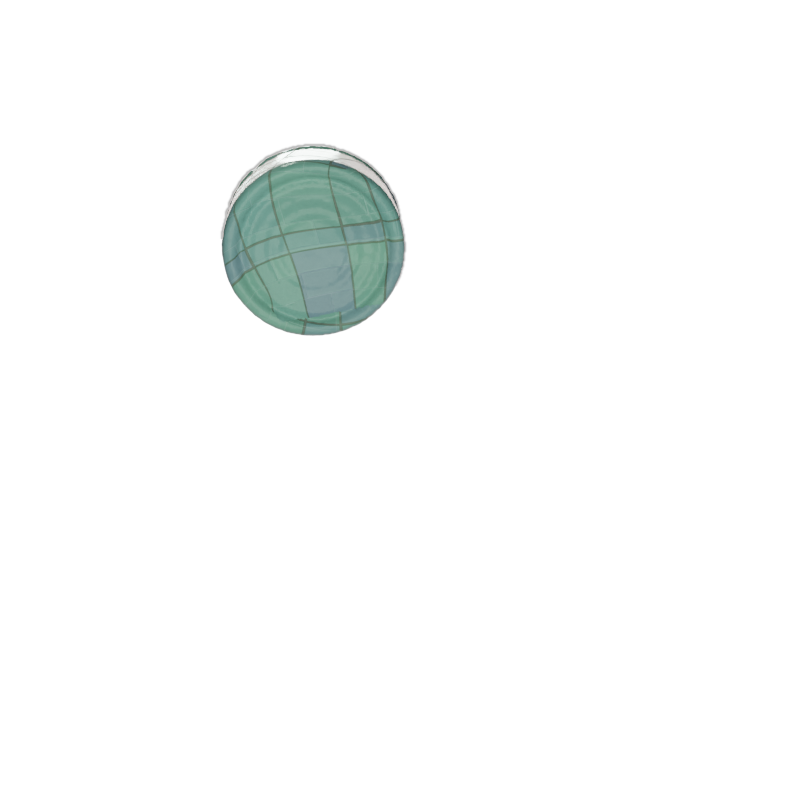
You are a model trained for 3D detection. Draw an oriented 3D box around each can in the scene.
[{"bbox_3d":[-0.041,-0.074,0.521,0.086,0.083,0.035,0,18,-1],"label":"can"}]
